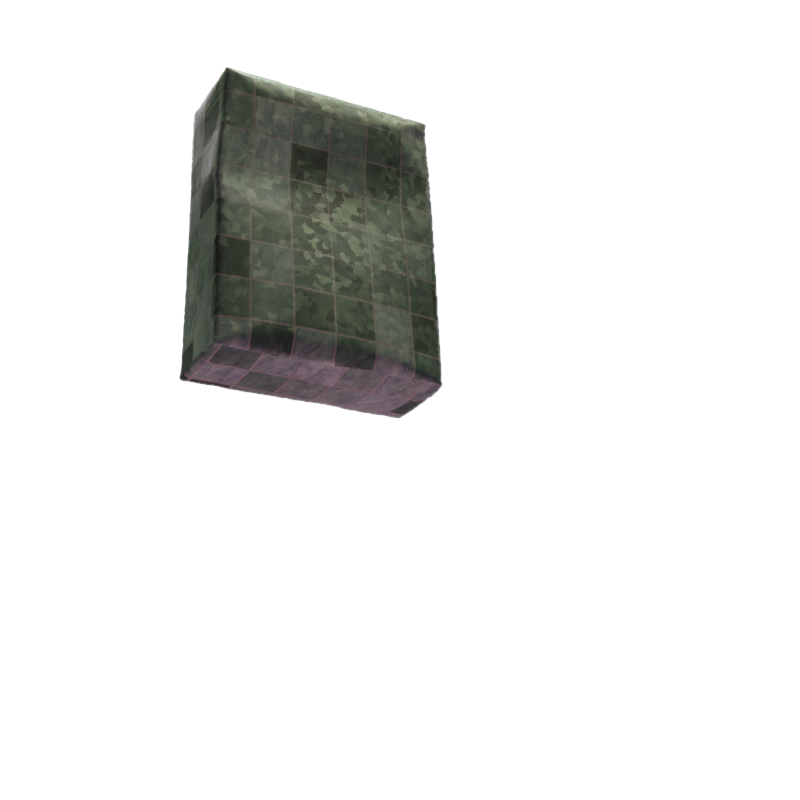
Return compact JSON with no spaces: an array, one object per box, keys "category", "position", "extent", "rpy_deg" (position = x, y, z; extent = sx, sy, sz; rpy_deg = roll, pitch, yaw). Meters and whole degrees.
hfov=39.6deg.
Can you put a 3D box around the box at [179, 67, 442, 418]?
[{"category":"box","position":[-0.059,-0.108,0.760],"extent":[0.158,0.227,0.070],"rpy_deg":[11,-30,-24]}]
